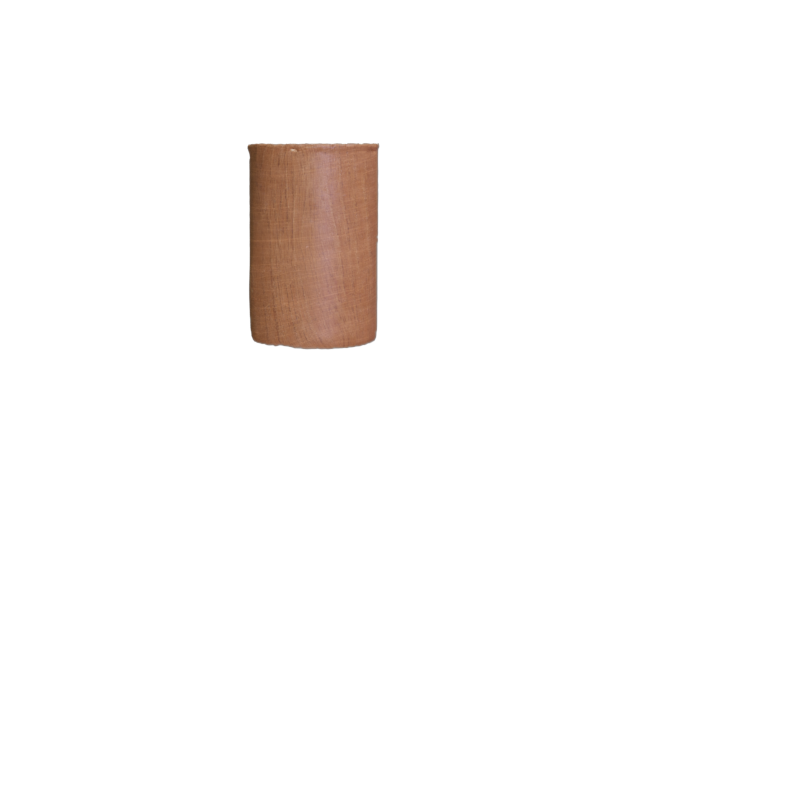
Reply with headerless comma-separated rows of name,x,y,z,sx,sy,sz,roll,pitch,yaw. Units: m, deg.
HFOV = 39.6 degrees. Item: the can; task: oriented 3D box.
can,-0.045,-0.082,0.575,0.068,0.101,0.070,0,7,-2
